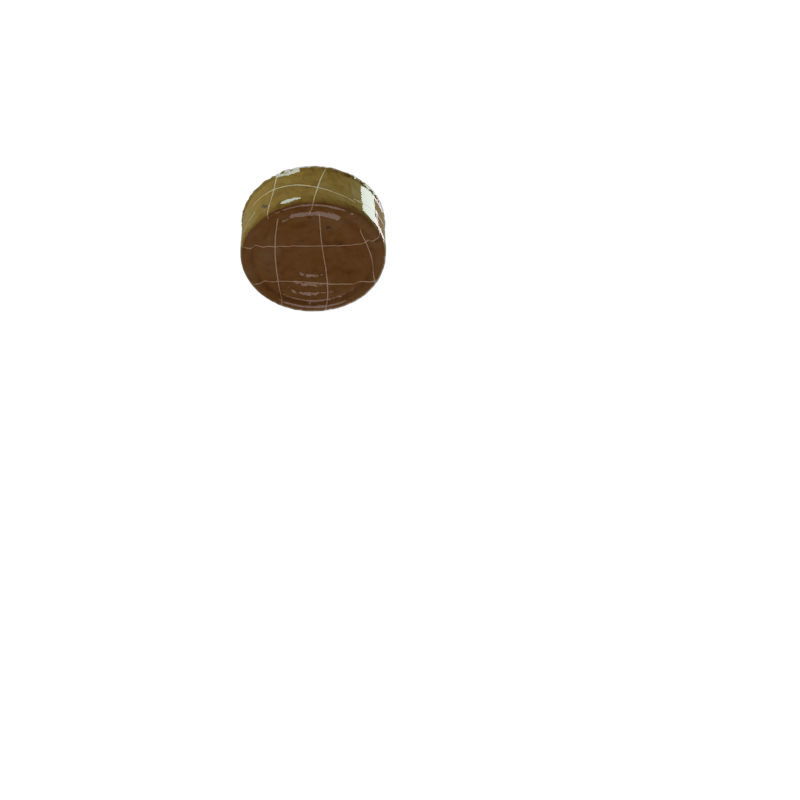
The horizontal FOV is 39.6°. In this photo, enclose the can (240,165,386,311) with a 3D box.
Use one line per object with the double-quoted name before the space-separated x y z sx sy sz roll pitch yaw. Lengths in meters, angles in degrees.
"can" -0.051 -0.092 0.647 0.086 0.080 0.036 1 43 -1
